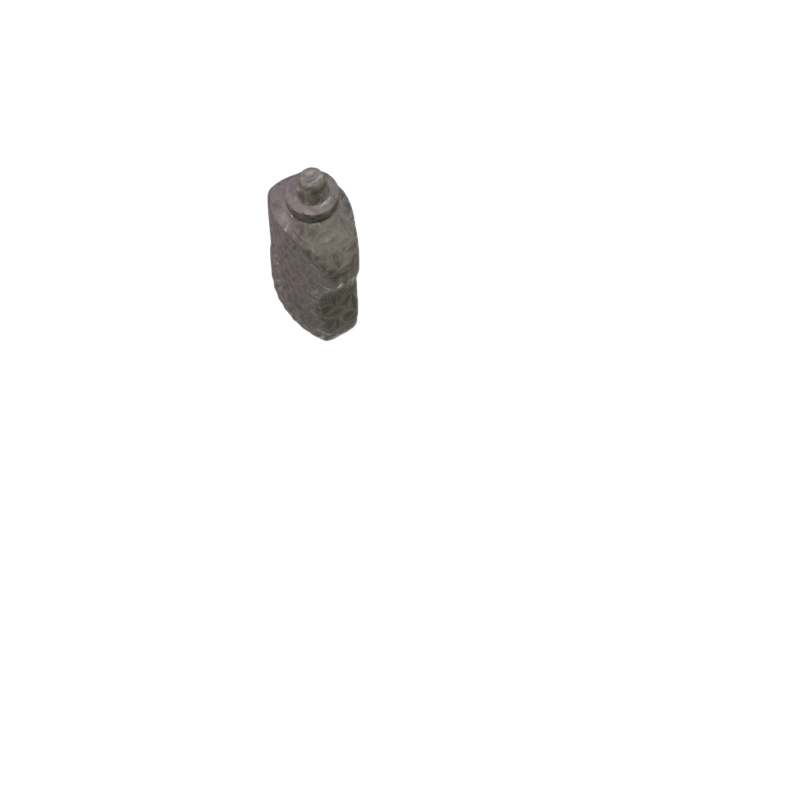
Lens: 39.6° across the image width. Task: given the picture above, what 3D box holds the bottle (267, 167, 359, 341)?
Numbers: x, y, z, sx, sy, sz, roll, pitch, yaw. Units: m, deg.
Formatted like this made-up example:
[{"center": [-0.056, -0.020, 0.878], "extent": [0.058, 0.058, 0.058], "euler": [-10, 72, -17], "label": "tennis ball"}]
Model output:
[{"center": [-0.070, -0.126, 0.885], "extent": [0.058, 0.102, 0.181], "euler": [-27, -20, -15], "label": "bottle"}]
